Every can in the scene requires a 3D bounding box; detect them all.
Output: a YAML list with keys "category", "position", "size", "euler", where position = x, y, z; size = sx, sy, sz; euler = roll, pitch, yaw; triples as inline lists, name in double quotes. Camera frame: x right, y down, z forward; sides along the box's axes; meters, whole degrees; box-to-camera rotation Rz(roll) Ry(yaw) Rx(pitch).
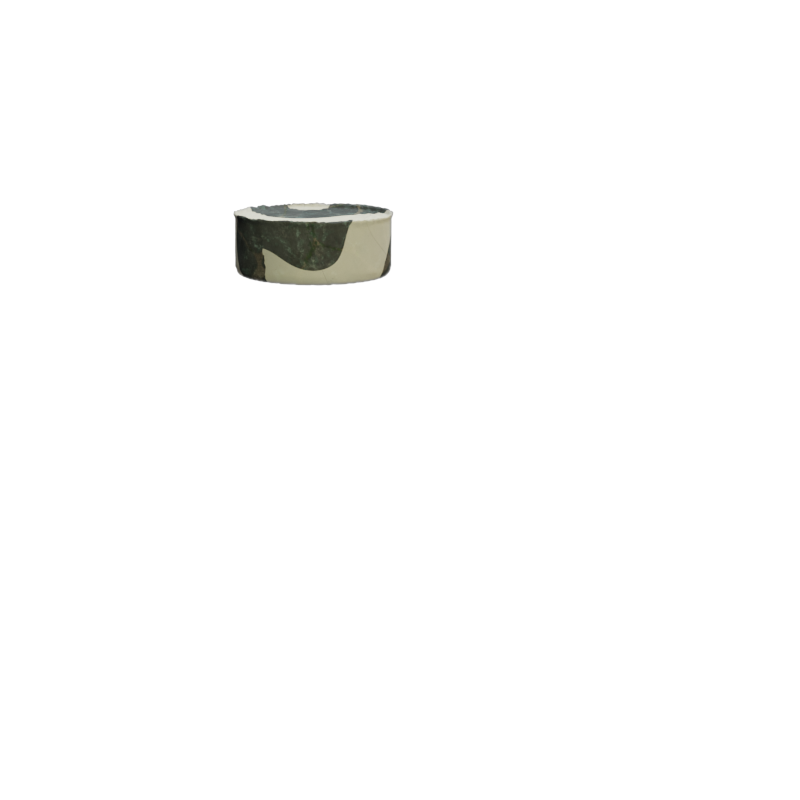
- category: "can"
  position: [-0.047, -0.085, 0.599]
  size: [0.086, 0.033, 0.088]
  euler: [0, 15, -2]
